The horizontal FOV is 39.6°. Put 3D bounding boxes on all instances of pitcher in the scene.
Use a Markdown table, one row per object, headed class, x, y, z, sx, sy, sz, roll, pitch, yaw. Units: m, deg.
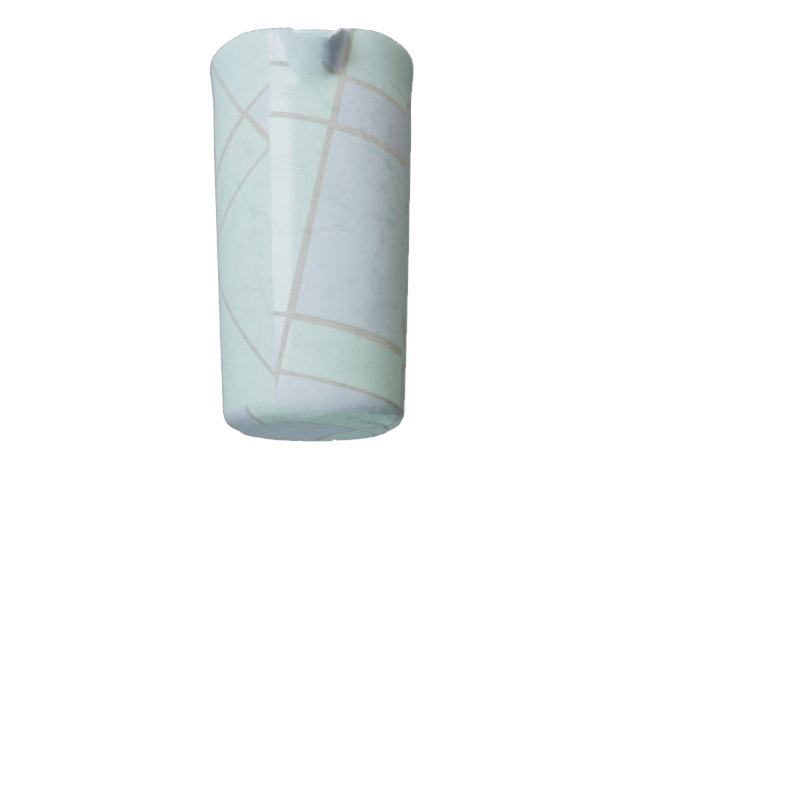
| class | x | y | z | sx | sy | sz | roll | pitch | yaw |
| --- | --- | --- | --- | --- | --- | --- | --- | --- | --- |
| pitcher | -0.055 | -0.100 | 0.702 | 0.148 | 0.253 | 0.141 | -13 | -19 | 38 |
